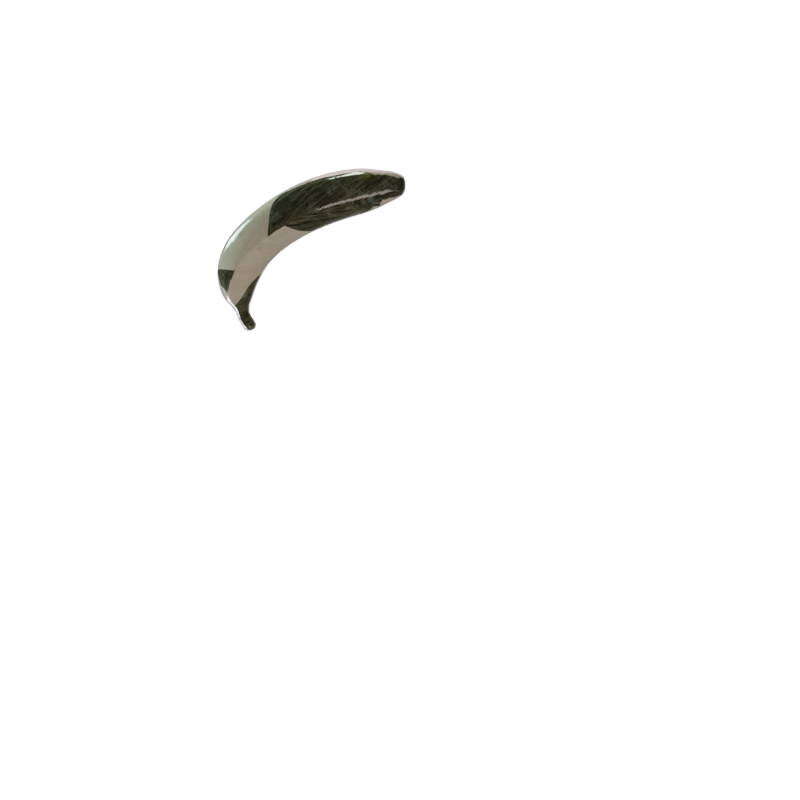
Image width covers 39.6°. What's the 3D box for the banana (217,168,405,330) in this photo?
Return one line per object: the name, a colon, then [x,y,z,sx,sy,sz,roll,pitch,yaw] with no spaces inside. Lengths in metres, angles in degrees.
banana: [-0.084,-0.129,0.858,0.066,0.039,0.195,31,-50,-30]
